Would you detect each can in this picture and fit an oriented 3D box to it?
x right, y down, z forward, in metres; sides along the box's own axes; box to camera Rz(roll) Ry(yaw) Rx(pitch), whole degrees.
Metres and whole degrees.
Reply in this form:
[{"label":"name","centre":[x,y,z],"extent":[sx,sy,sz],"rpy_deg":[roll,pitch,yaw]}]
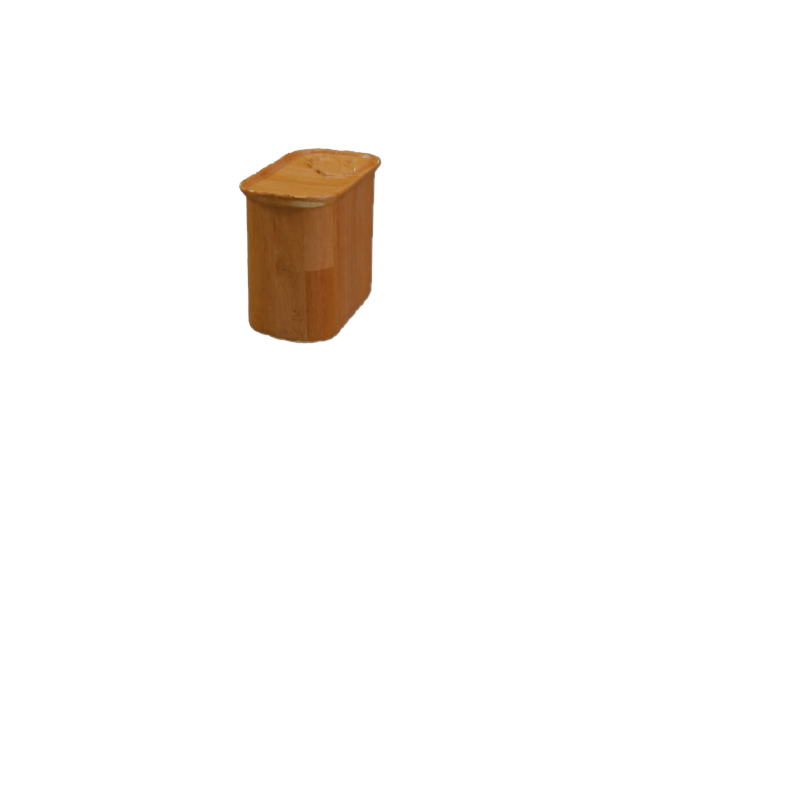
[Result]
[{"label":"can","centre":[-0.049,-0.089,0.625],"extent":[0.059,0.080,0.104],"rpy_deg":[7,24,15]}]
